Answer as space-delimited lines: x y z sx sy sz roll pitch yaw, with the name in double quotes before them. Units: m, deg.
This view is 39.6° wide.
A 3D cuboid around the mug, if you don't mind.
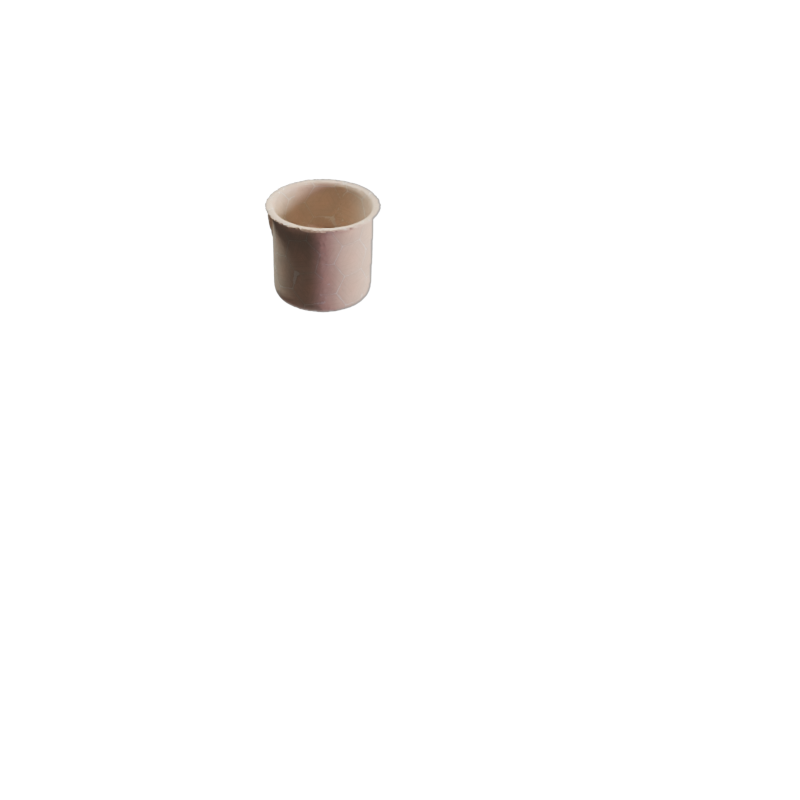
"mug" -0.072 -0.131 0.921 0.093 0.077 0.125 -26 42 -34
